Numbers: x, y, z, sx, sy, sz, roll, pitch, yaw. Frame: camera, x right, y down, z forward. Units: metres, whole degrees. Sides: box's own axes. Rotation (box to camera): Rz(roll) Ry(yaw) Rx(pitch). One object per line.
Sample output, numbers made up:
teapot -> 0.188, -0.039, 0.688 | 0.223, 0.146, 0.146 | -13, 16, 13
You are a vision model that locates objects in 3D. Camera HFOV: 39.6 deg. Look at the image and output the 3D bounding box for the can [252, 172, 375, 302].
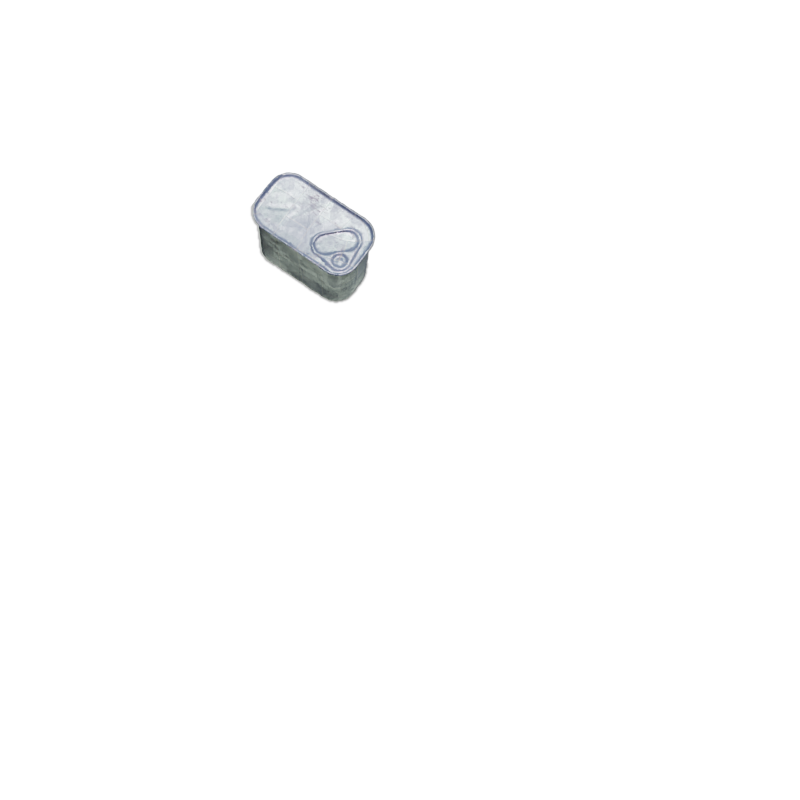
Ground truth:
can -> -0.074, -0.135, 0.945 | 0.105, 0.058, 0.080 | 35, -16, 10
